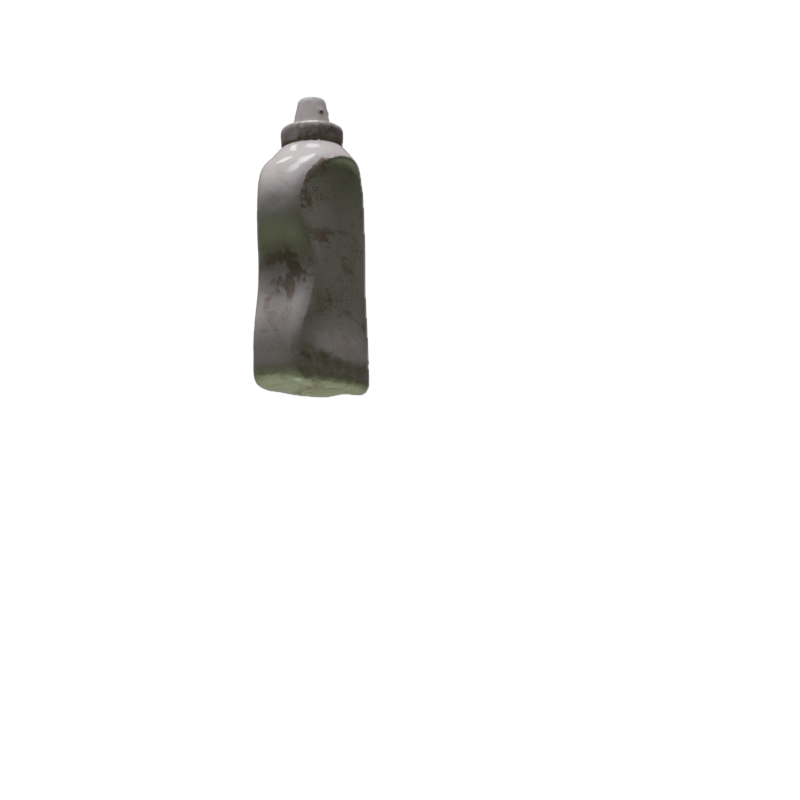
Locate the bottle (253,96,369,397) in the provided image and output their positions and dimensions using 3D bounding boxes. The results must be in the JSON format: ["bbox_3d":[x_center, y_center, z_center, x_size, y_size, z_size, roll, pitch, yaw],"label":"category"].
[{"bbox_3d":[-0.056,-0.101,0.709,0.060,0.198,0.091,-8,-14,28],"label":"bottle"}]
